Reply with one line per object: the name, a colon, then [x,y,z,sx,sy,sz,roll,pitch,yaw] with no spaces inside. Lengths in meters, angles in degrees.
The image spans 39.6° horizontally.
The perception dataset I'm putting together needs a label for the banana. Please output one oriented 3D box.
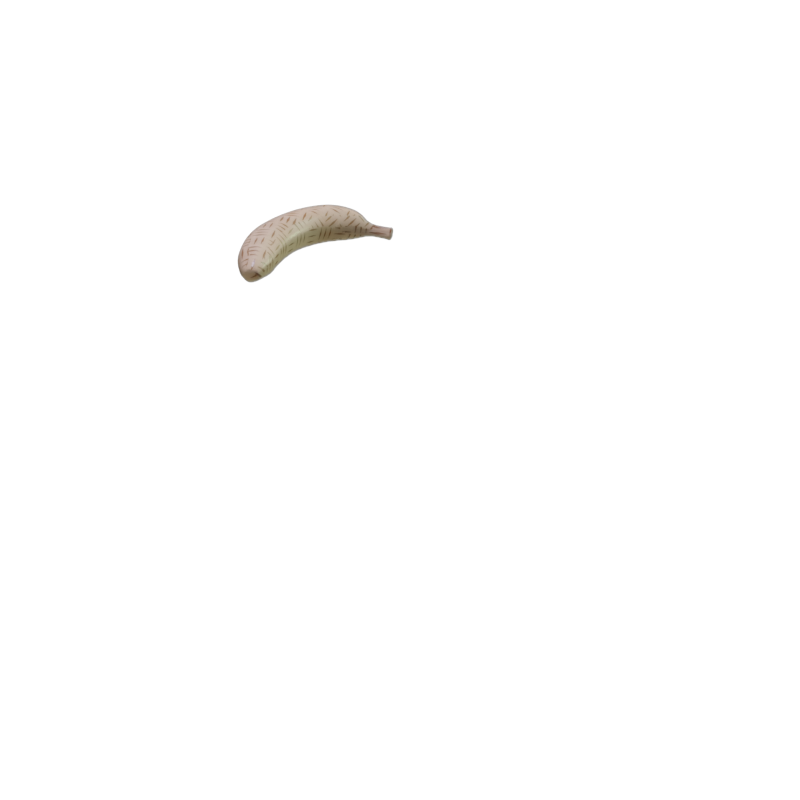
banana: [-0.090,-0.148,1.009,0.073,0.035,0.196,17,29,34]
